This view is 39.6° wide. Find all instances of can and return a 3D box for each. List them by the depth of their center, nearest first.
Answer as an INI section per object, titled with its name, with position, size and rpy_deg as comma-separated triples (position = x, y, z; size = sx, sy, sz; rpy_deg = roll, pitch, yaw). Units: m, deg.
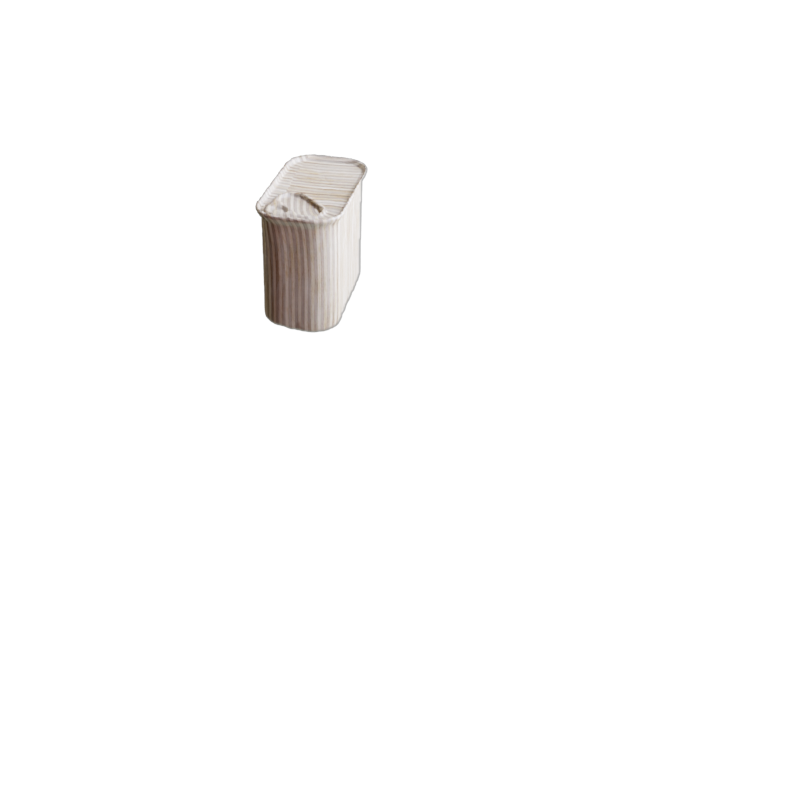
[can]
position = -0.058, -0.106, 0.744
size = 0.058, 0.079, 0.106
rpy_deg = 7, 32, 9
